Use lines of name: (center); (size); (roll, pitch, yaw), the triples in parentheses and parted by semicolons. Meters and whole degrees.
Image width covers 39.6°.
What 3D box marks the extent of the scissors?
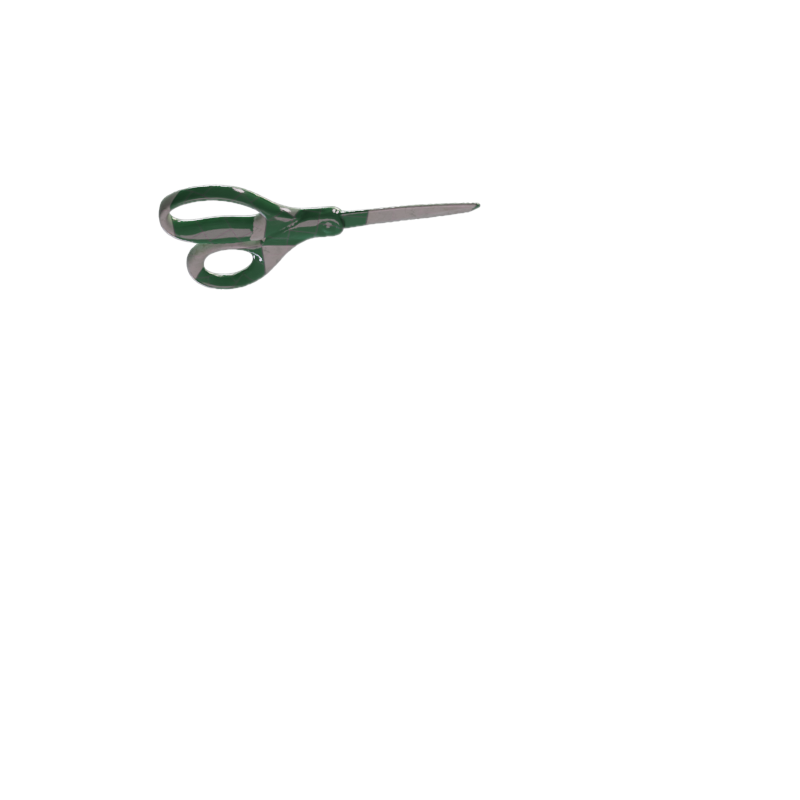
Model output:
scissors: (-0.057, -0.103, 0.724); (0.200, 0.017, 0.090); (5, -39, -6)
